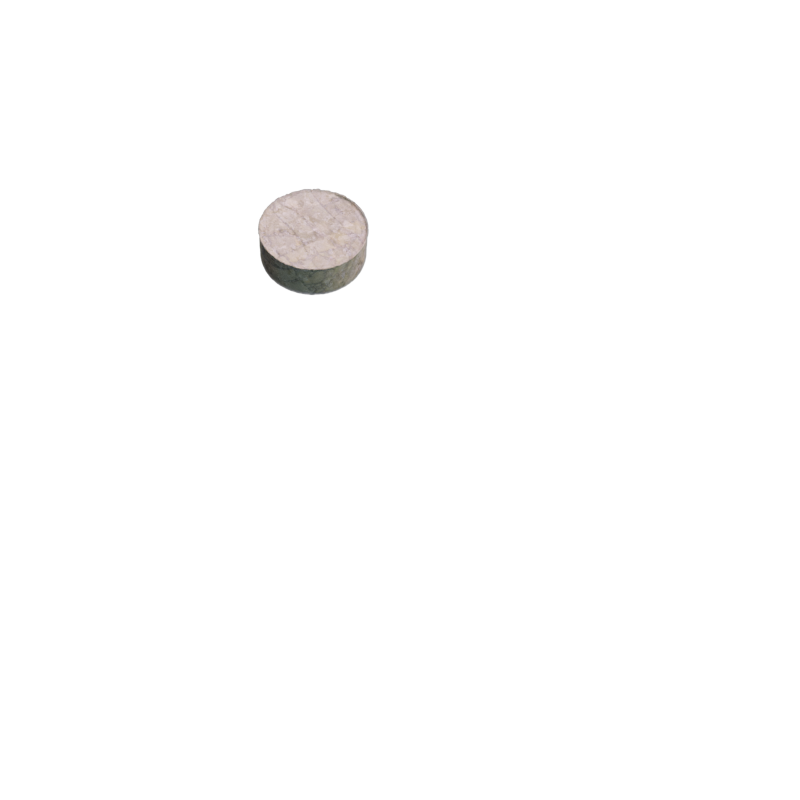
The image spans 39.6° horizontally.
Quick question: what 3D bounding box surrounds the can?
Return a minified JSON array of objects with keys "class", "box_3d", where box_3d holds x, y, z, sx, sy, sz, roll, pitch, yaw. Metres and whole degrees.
[{"class":"can","box_3d":[-0.068,-0.124,0.871,0.086,0.092,0.031,-1,-39,-1]}]
